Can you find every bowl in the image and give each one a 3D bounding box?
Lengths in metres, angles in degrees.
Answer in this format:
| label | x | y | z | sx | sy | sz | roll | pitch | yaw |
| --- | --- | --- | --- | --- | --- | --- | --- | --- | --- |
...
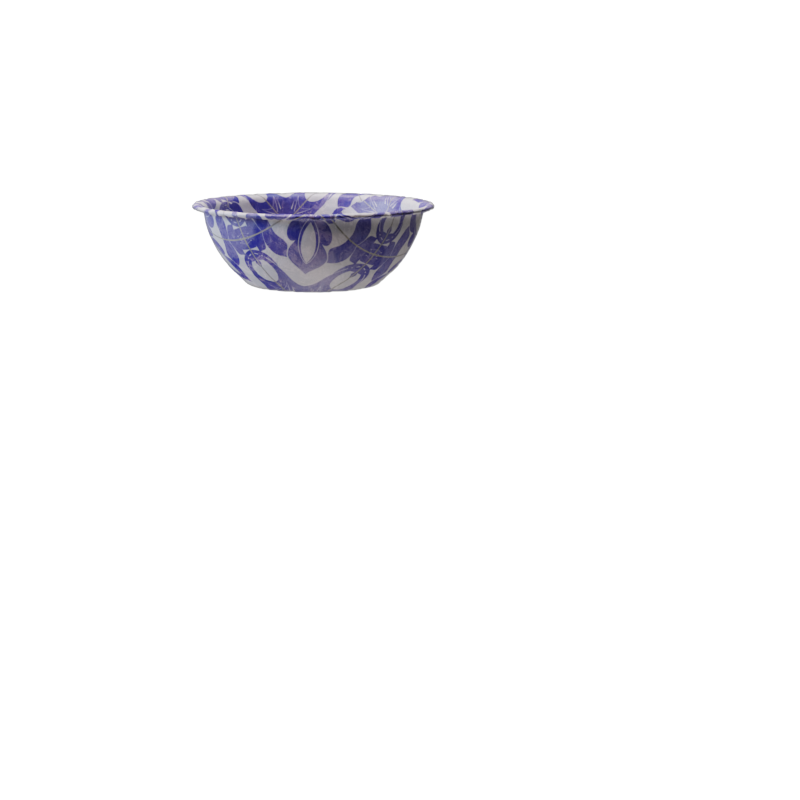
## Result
| label | x | y | z | sx | sy | sz | roll | pitch | yaw |
| --- | --- | --- | --- | --- | --- | --- | --- | --- | --- |
| bowl | -0.058 | -0.107 | 0.746 | 0.162 | 0.054 | 0.167 | 0 | 14 | -2 |
